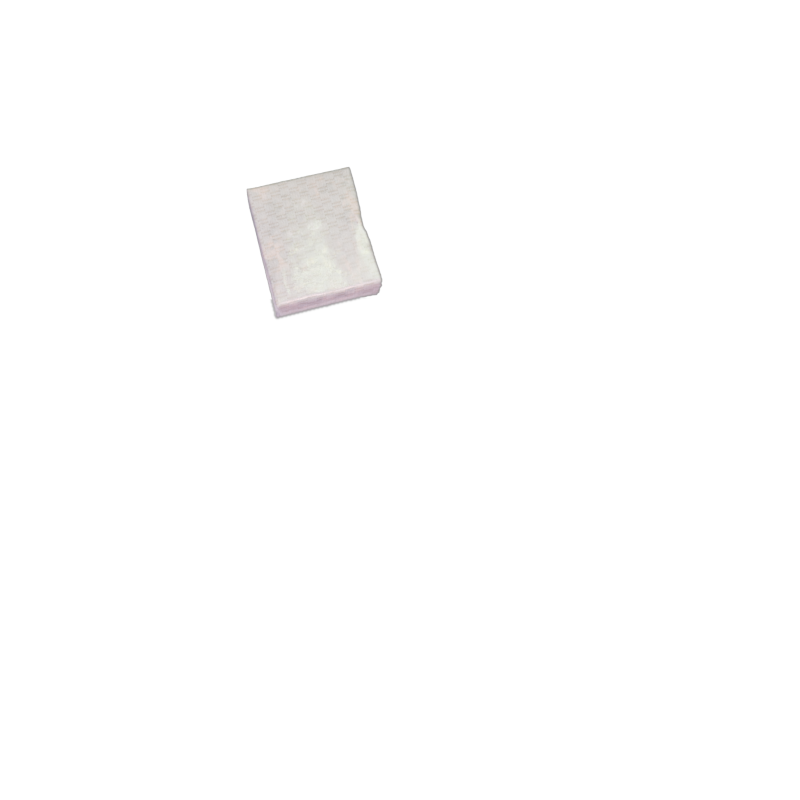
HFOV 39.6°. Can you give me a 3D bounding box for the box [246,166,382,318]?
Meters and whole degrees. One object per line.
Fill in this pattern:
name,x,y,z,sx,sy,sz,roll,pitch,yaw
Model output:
box,-0.058,-0.107,0.748,0.073,0.094,0.029,-13,-19,-5
